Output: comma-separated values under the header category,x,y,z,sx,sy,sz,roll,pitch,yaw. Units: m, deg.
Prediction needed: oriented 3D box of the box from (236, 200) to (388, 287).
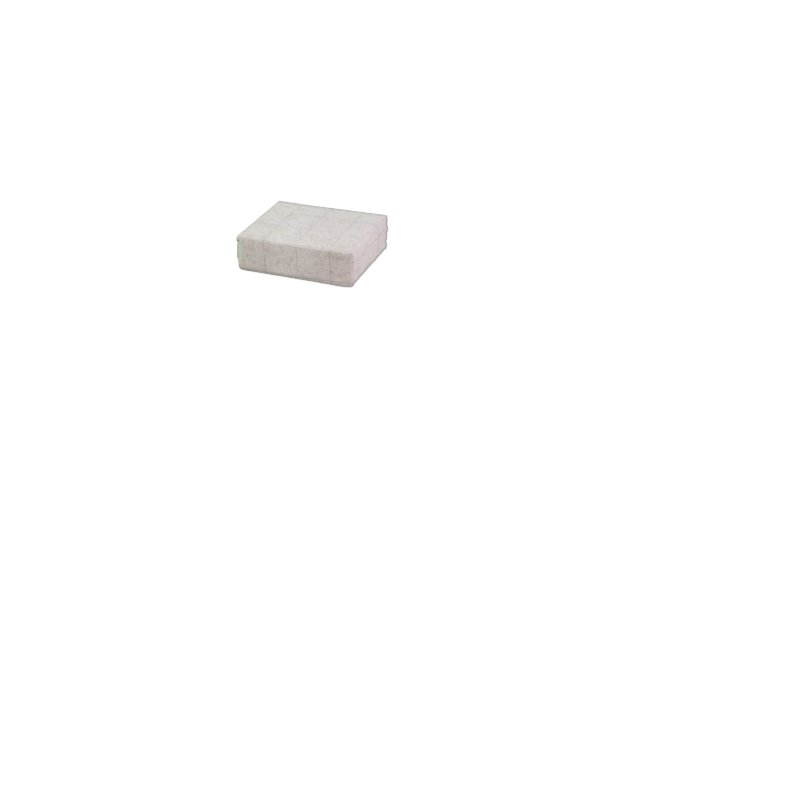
category,x,y,z,sx,sy,sz,roll,pitch,yaw
box,-0.078,-0.142,0.998,0.117,0.037,0.092,12,33,18
